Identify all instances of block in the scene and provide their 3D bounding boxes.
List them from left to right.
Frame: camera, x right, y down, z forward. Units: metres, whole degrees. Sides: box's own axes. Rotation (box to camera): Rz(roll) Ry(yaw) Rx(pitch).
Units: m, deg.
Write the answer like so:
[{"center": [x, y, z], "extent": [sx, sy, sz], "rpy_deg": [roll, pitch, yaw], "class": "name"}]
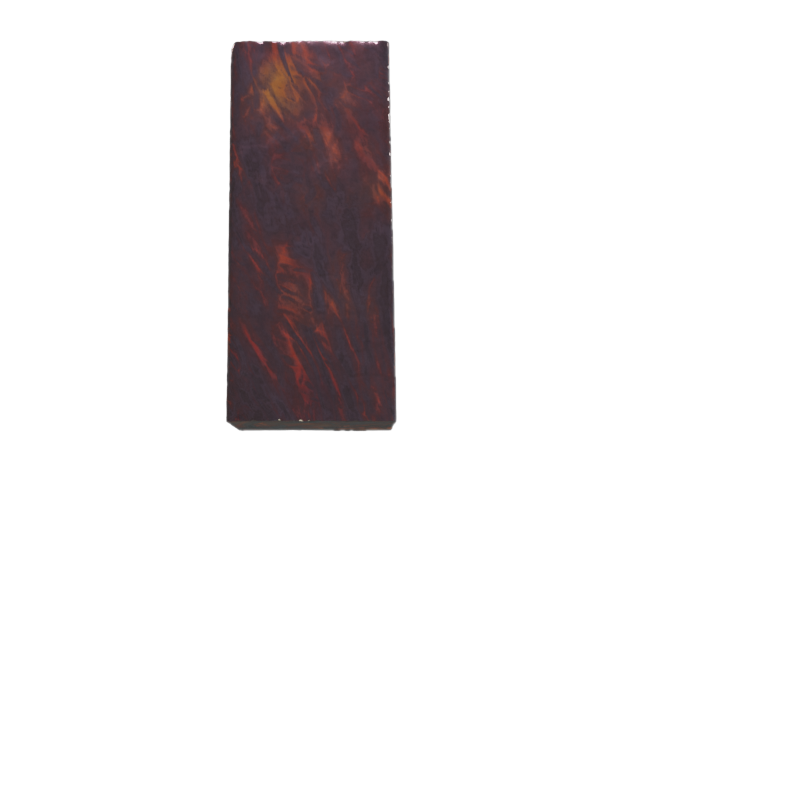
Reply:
[{"center": [-0.050, -0.089, 0.626], "extent": [0.090, 0.212, 0.088], "rpy_deg": [-1, -11, -1], "class": "block"}]
